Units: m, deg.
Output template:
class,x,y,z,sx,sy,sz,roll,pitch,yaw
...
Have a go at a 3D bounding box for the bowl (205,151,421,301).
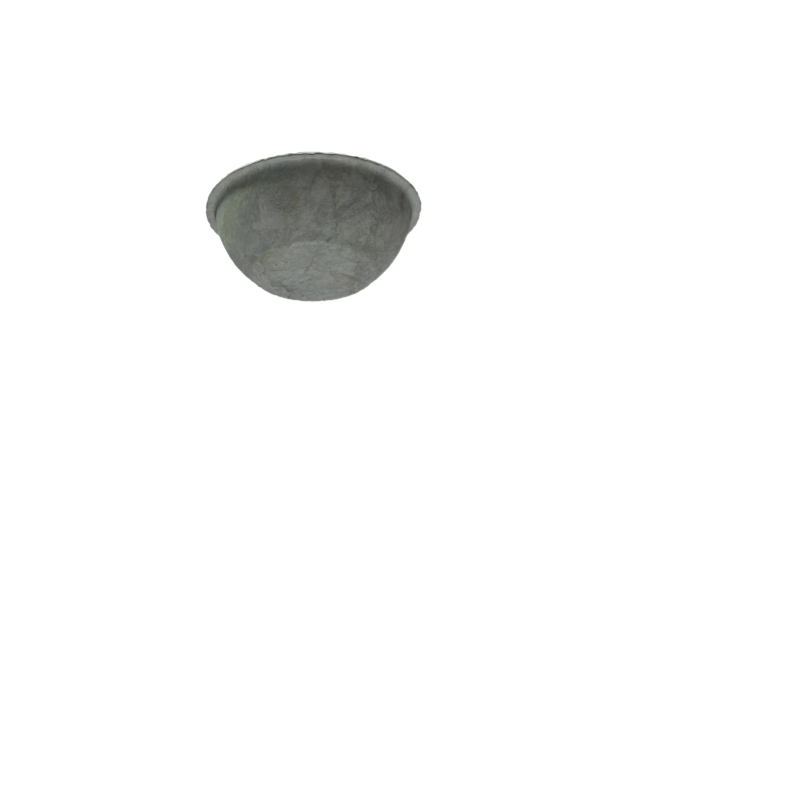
class,x,y,z,sx,sy,sz,roll,pitch,yaw
bowl,-0.064,-0.117,0.819,0.162,0.058,0.153,1,-23,-2
